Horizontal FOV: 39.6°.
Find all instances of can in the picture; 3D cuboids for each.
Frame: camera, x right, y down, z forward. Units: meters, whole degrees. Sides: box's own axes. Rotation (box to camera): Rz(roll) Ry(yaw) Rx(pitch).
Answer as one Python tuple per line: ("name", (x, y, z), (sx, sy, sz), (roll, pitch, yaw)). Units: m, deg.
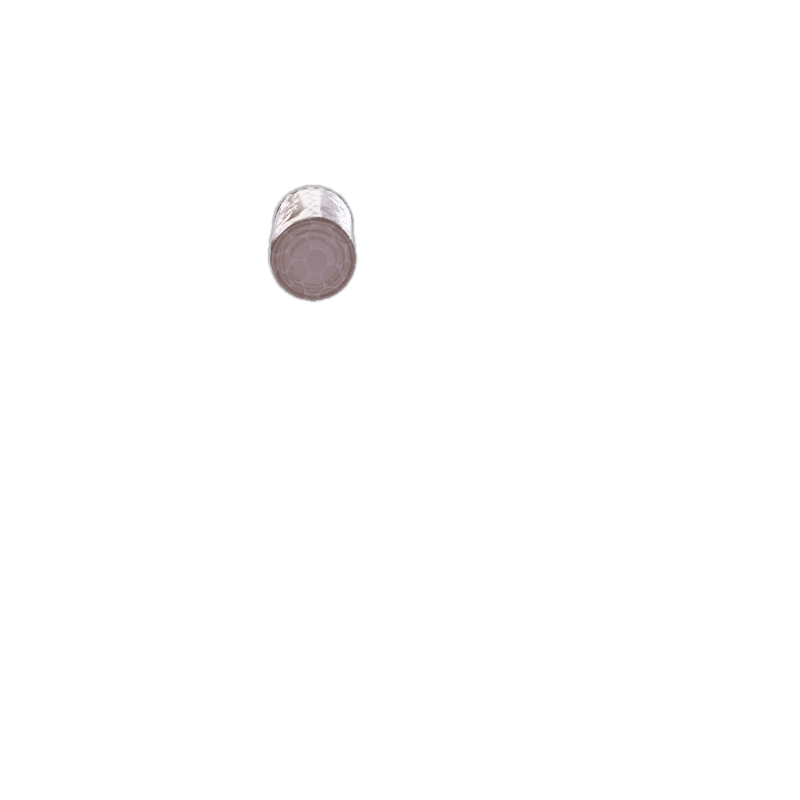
("can", (-0.070, -0.127, 0.892), (0.068, 0.066, 0.107), (0, 22, -3))
